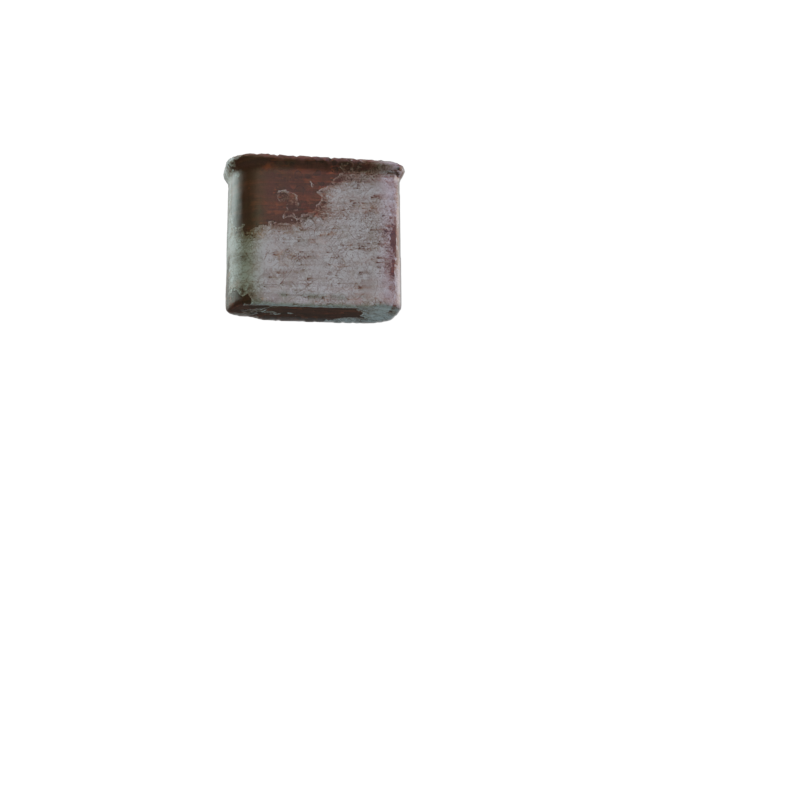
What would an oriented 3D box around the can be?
[{"bbox_3d":[-0.049,-0.089,0.626,0.100,0.086,0.057,1,-11,-11],"label":"can"}]
